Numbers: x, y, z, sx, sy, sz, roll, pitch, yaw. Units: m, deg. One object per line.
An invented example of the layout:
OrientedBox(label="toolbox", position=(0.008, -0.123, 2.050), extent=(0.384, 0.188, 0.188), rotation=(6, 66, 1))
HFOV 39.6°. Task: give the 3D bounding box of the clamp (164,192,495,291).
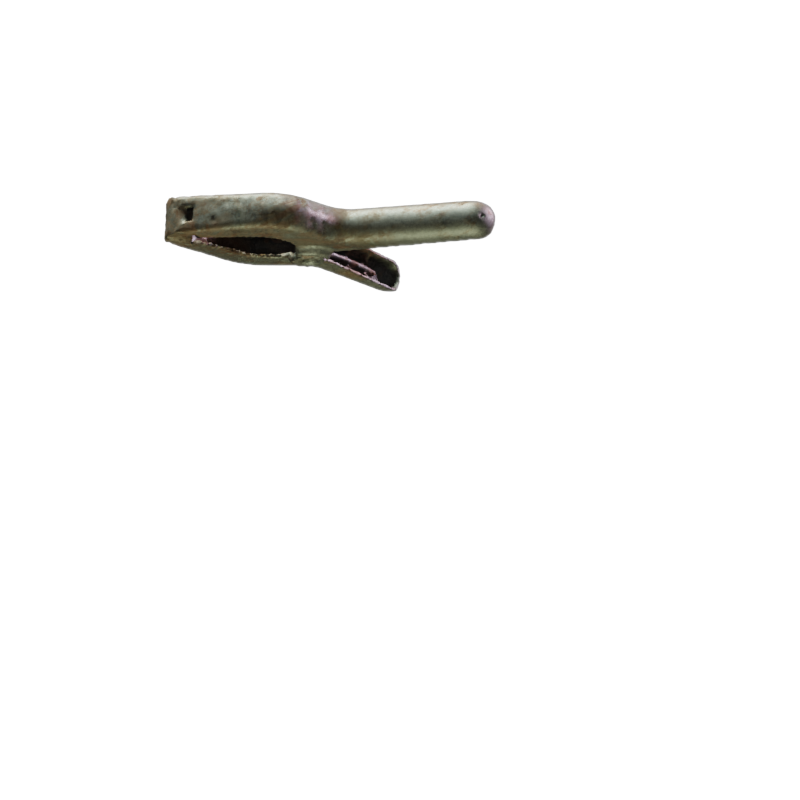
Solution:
OrientedBox(label="clamp", position=(-0.060, -0.110, 0.773), extent=(0.206, 0.038, 0.162), rotation=(3, -12, -14))
